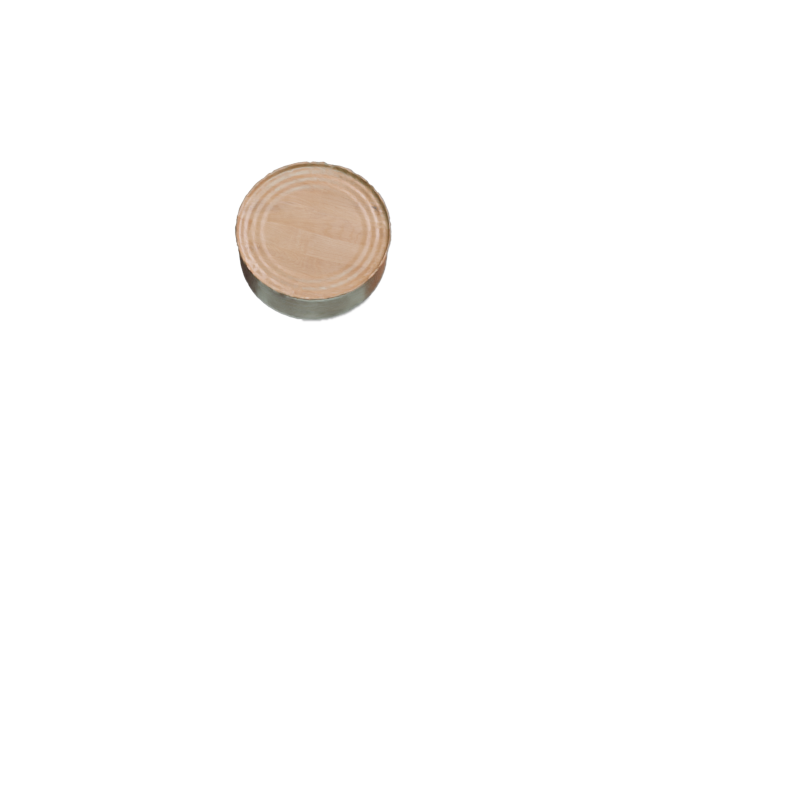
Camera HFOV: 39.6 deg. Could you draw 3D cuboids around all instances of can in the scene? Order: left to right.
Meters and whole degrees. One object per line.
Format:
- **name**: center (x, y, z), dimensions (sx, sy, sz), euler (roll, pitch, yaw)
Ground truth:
- **can**: center (-0.049, -0.089, 0.621), dimensions (0.086, 0.091, 0.032), euler (-1, -25, -1)
